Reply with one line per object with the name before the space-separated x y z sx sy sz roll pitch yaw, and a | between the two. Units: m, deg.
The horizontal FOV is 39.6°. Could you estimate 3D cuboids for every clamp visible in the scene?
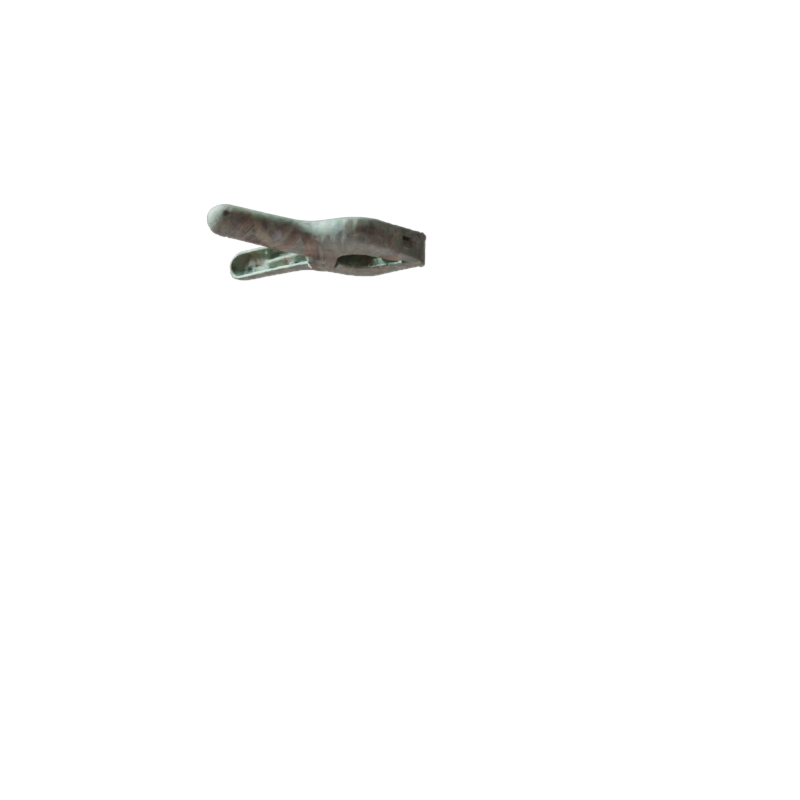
clamp | -0.068 -0.125 0.872 0.174 0.040 0.115 -2 -10 12
